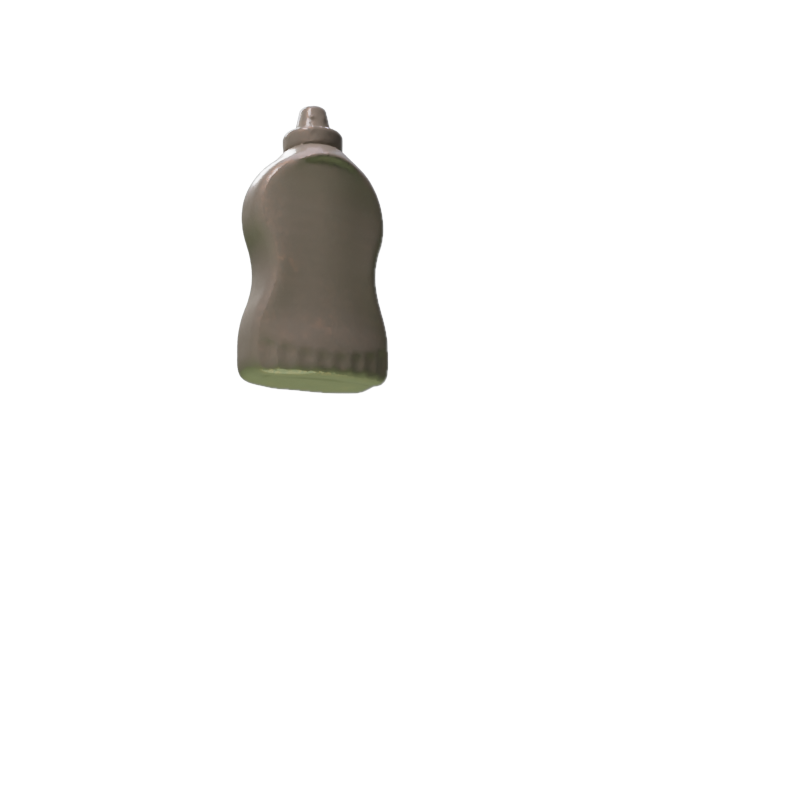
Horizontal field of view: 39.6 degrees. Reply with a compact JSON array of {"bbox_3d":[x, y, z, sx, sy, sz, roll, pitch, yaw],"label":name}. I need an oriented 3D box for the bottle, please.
[{"bbox_3d":[-0.057,-0.104,0.731,0.093,0.200,0.058,7,-19,-24],"label":"bottle"}]
